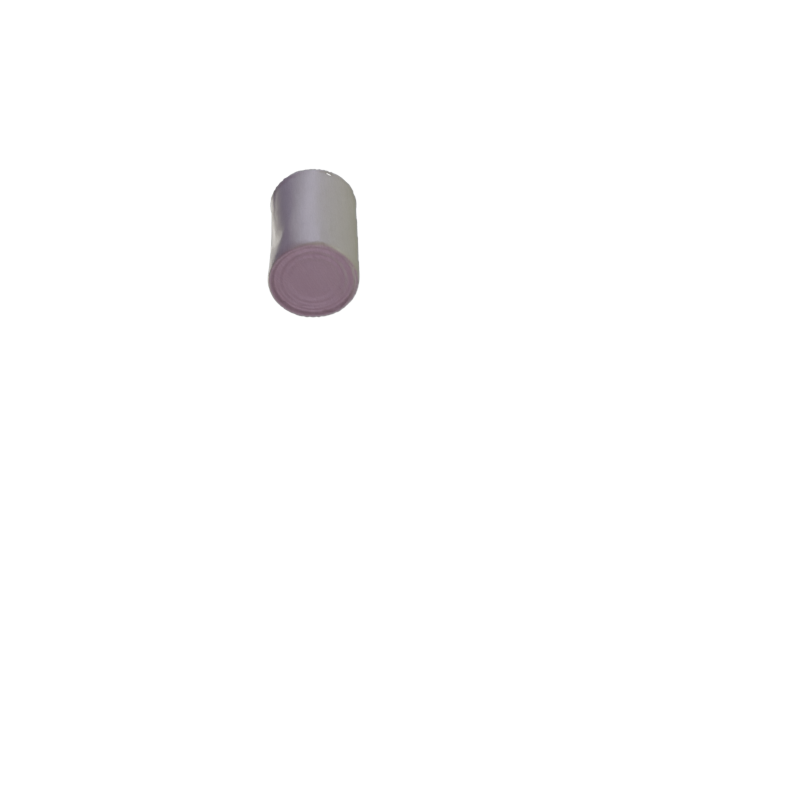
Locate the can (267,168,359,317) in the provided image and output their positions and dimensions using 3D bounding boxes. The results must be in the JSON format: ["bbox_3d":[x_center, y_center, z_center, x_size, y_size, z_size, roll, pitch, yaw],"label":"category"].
[{"bbox_3d":[-0.065,-0.119,0.832,0.068,0.064,0.109,-1,39,-3],"label":"can"}]
